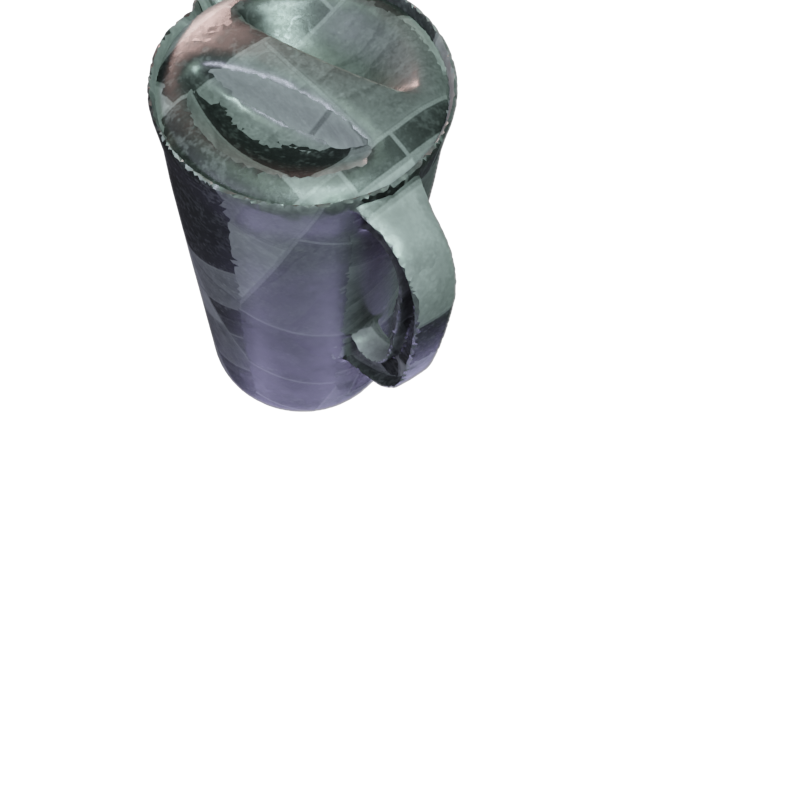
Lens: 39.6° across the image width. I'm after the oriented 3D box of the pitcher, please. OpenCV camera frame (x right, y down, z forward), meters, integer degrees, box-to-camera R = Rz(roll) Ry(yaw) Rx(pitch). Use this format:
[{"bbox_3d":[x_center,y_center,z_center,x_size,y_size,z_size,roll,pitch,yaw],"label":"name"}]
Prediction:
[{"bbox_3d":[-0.044,-0.081,0.565,0.146,0.157,0.229,10,-28,2],"label":"pitcher"}]
